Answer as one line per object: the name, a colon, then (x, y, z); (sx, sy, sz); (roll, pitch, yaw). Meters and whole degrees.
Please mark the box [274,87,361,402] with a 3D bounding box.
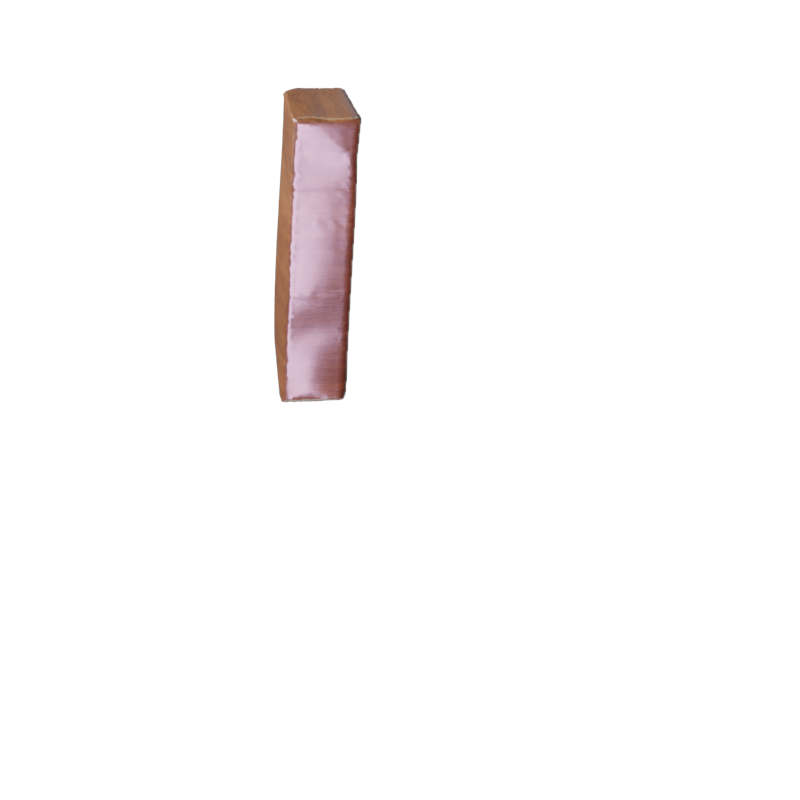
box: (-0.054, -0.097, 0.681); (0.048, 0.169, 0.098); (-1, 21, -8)
